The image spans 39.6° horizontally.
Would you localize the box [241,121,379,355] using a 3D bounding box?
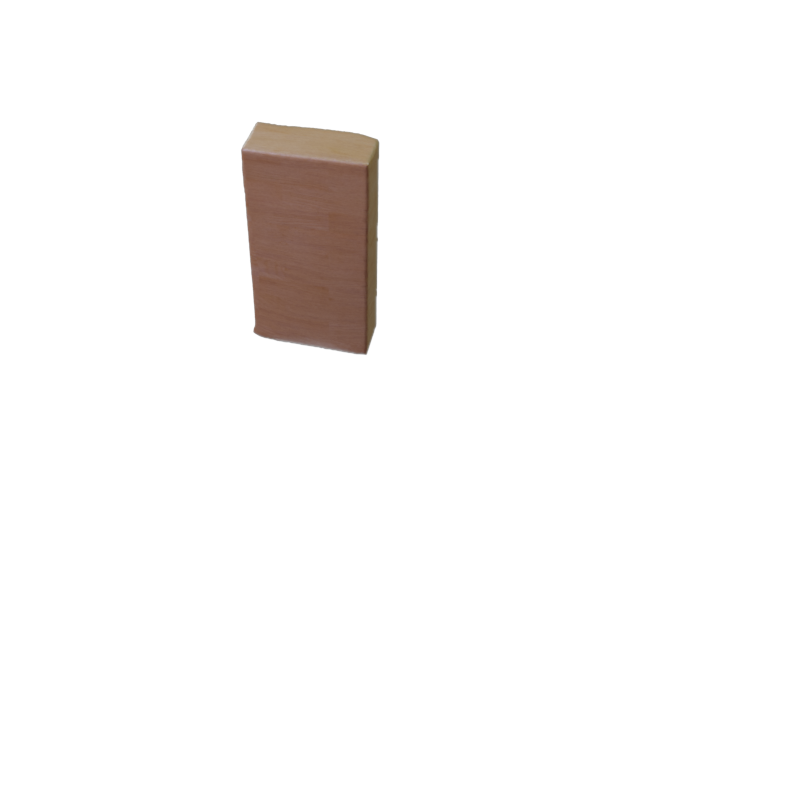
[{"bbox_3d":[-0.064,-0.117,0.819,0.095,0.165,0.050,11,39,10],"label":"box"}]
